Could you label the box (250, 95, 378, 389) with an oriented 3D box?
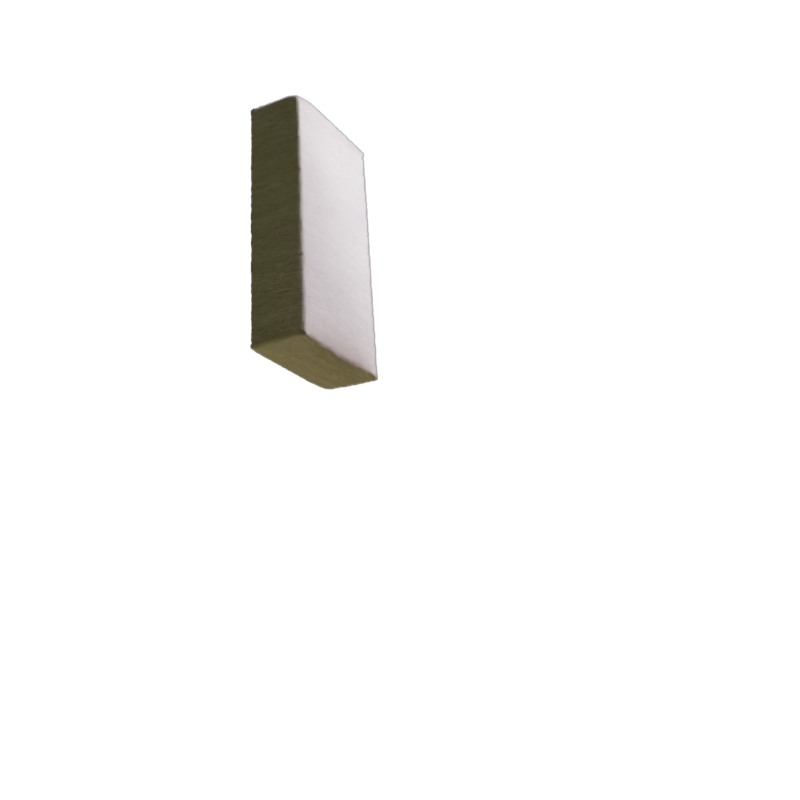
[{"bbox_3d":[-0.057,-0.104,0.726,0.049,0.186,0.087,-15,-28,26],"label":"box"}]
